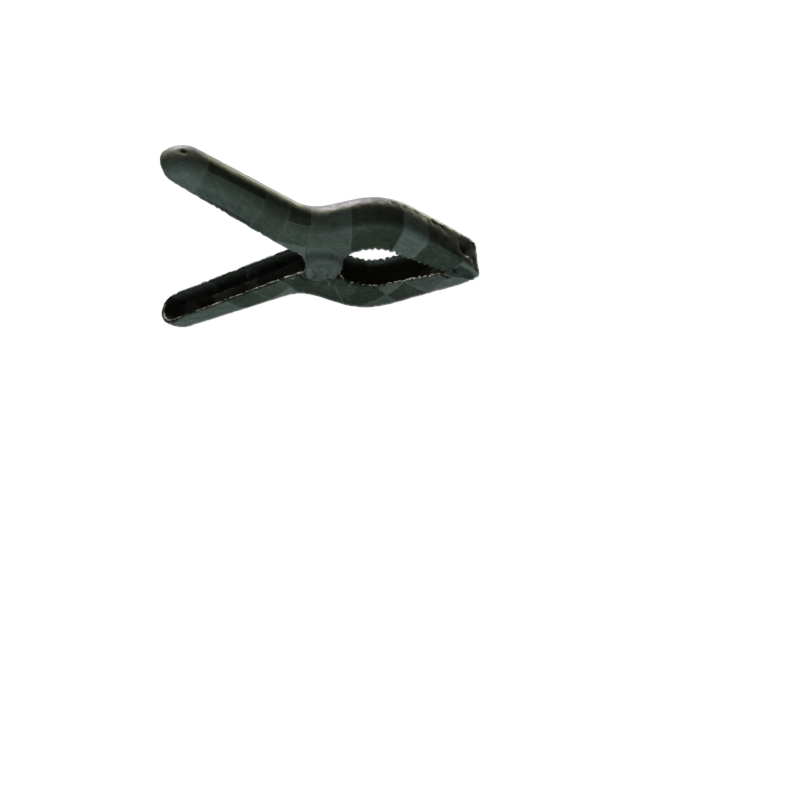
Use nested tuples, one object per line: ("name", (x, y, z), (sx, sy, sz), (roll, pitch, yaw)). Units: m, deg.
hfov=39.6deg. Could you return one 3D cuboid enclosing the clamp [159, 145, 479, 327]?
("clamp", (-0.055, -0.100, 0.697), (0.210, 0.039, 0.154), (0, -33, 0))
